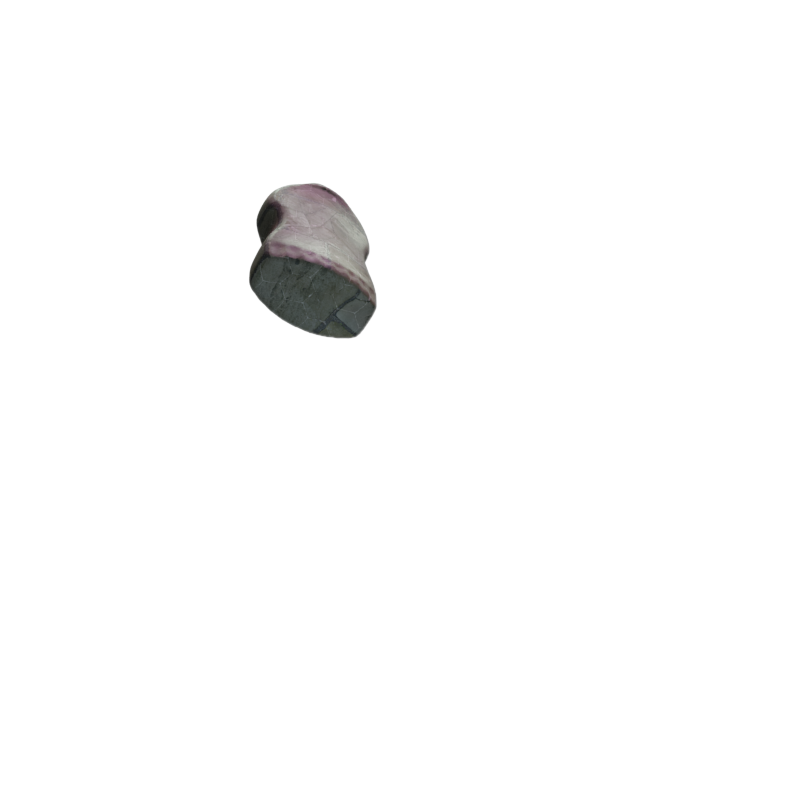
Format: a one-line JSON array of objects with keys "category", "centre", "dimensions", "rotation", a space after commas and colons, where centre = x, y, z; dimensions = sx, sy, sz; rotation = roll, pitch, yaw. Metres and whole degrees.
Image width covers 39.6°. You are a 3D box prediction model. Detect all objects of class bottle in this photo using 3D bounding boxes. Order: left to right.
[{"category": "bottle", "centre": [-0.070, -0.128, 0.897], "dimensions": [0.093, 0.056, 0.204], "rotation": [22, 28, -16]}]
